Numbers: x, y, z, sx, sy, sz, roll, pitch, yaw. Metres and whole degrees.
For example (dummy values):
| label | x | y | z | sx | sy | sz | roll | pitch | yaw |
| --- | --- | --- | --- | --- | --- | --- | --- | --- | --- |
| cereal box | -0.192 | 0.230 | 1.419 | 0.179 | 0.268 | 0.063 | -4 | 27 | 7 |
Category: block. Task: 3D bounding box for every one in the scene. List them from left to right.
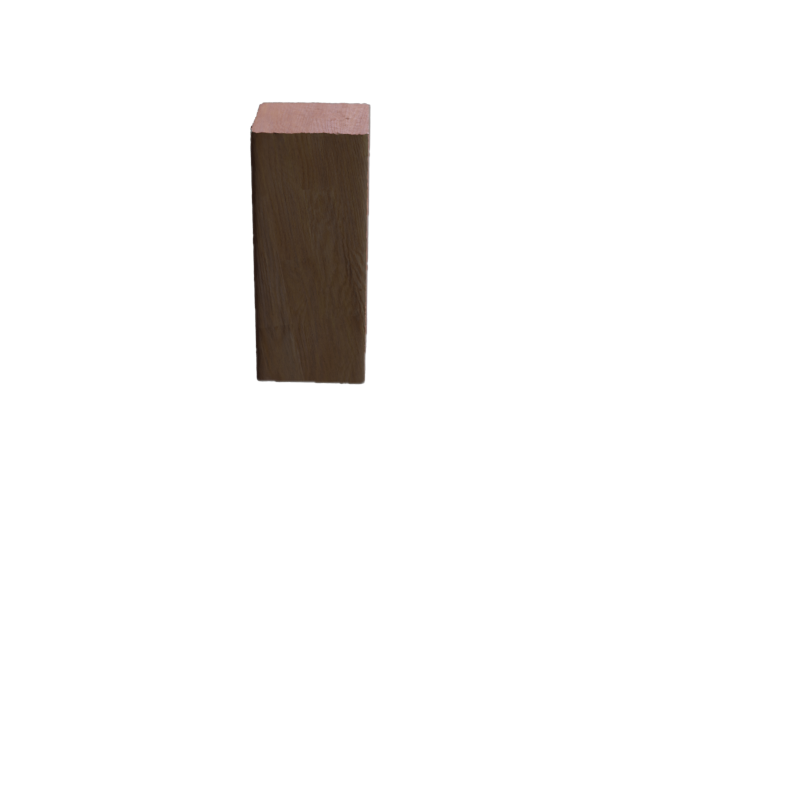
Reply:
| label | x | y | z | sx | sy | sz | roll | pitch | yaw |
| --- | --- | --- | --- | --- | --- | --- | --- | --- | --- |
| block | -0.070 | -0.126 | 0.883 | 0.090 | 0.196 | 0.095 | 2 | 24 | 0 |
